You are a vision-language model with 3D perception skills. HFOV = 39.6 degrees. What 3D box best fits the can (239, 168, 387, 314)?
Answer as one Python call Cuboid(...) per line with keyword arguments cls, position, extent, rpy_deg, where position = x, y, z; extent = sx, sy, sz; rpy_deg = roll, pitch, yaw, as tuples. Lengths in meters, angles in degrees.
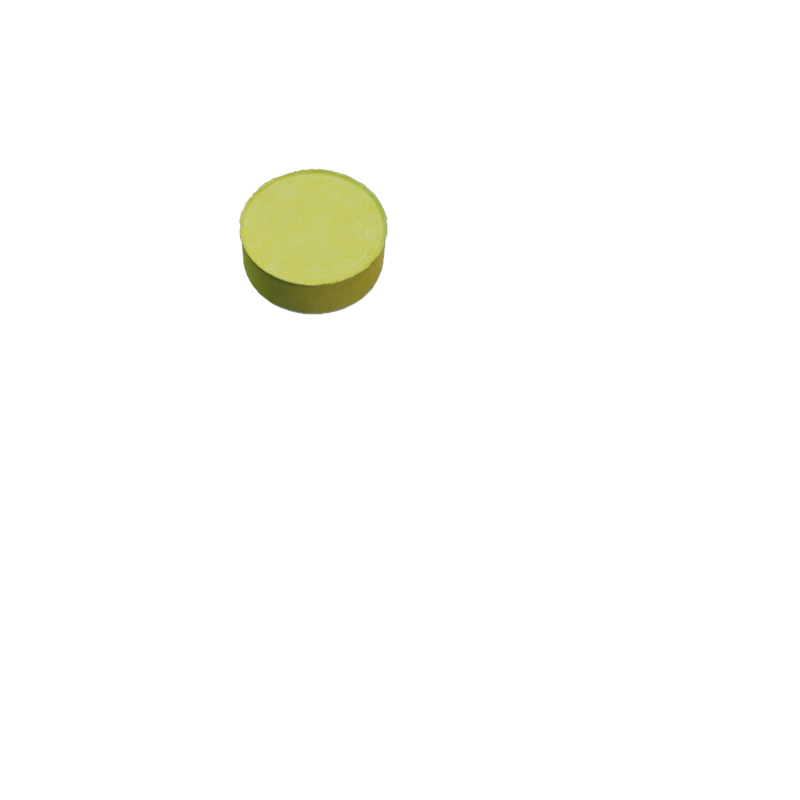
Cuboid(cls="can", position=(-0.051, -0.093, 0.652), extent=(0.086, 0.092, 0.031), rpy_deg=(-1, -35, -1))
